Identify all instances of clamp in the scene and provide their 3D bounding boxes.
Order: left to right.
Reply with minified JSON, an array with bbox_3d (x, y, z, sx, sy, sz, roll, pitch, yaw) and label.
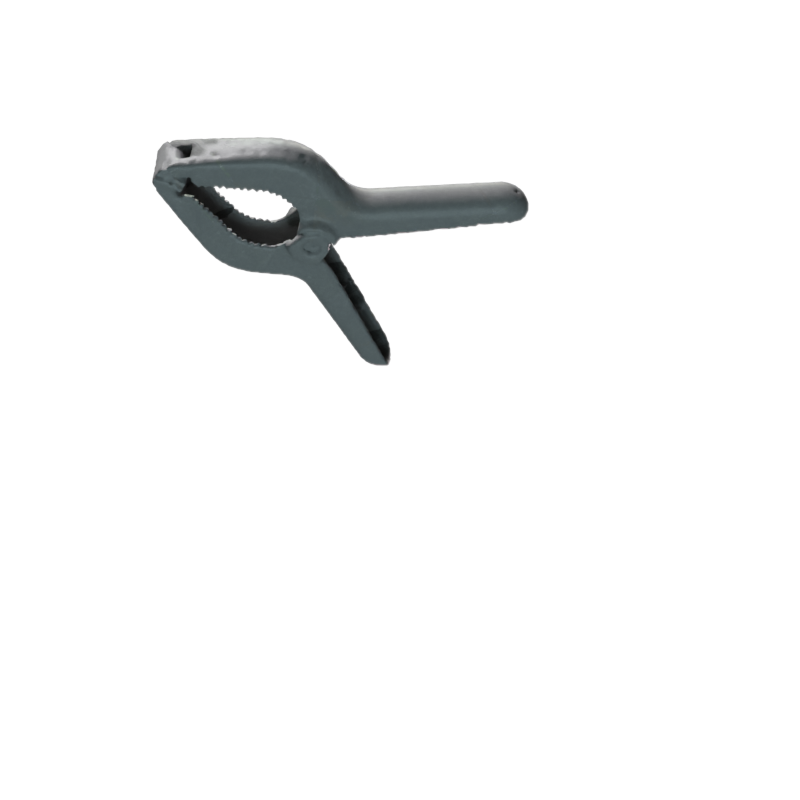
[{"bbox_3d":[-0.052,-0.095,0.666,0.204,0.039,0.158,17,-47,-16],"label":"clamp"}]
